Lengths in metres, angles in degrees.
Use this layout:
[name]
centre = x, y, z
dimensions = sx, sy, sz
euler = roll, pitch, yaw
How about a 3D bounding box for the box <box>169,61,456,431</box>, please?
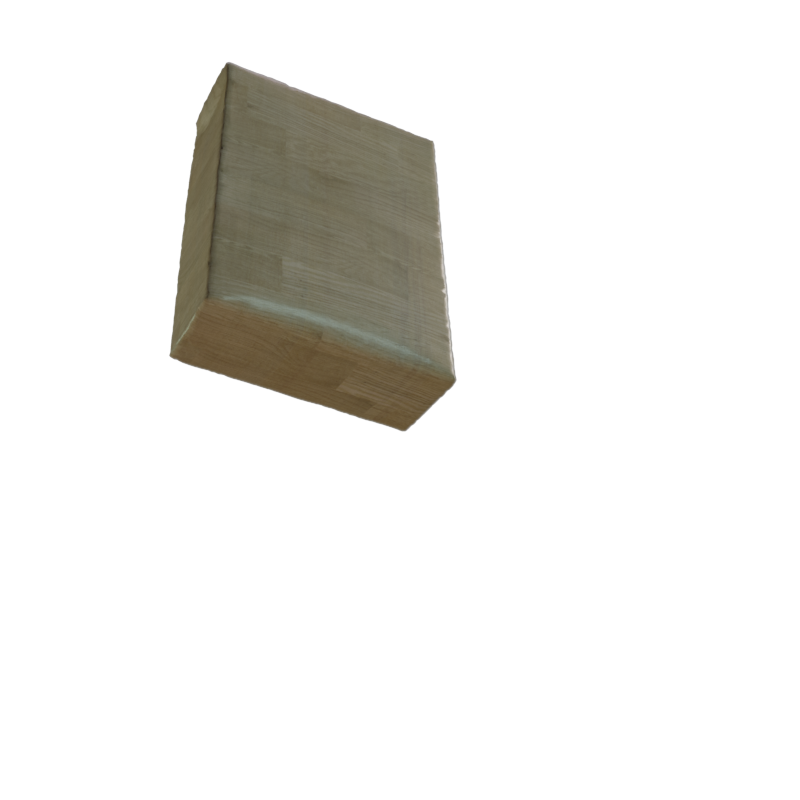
[box]
centre = -0.056, -0.103, 0.718
dimensions = 0.158, 0.229, 0.069
euler = 17, -44, -22
